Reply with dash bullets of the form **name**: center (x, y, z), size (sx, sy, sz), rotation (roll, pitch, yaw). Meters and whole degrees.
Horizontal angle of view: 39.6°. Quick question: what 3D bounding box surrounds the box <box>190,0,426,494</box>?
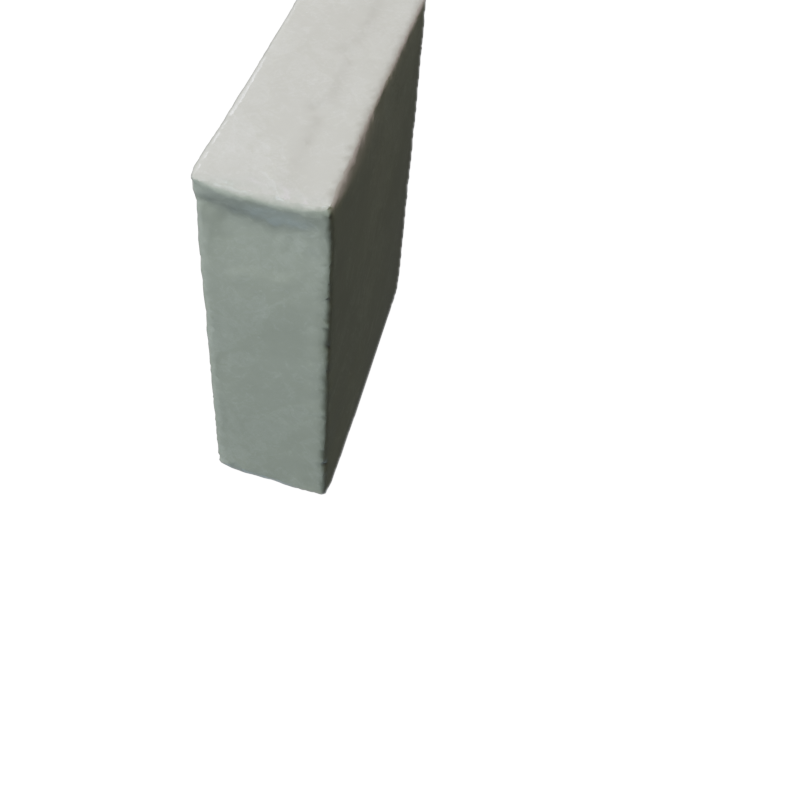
- **box**: center (-0.045, -0.082, 0.576), size (0.073, 0.173, 0.199), rotation (13, -40, 7)
